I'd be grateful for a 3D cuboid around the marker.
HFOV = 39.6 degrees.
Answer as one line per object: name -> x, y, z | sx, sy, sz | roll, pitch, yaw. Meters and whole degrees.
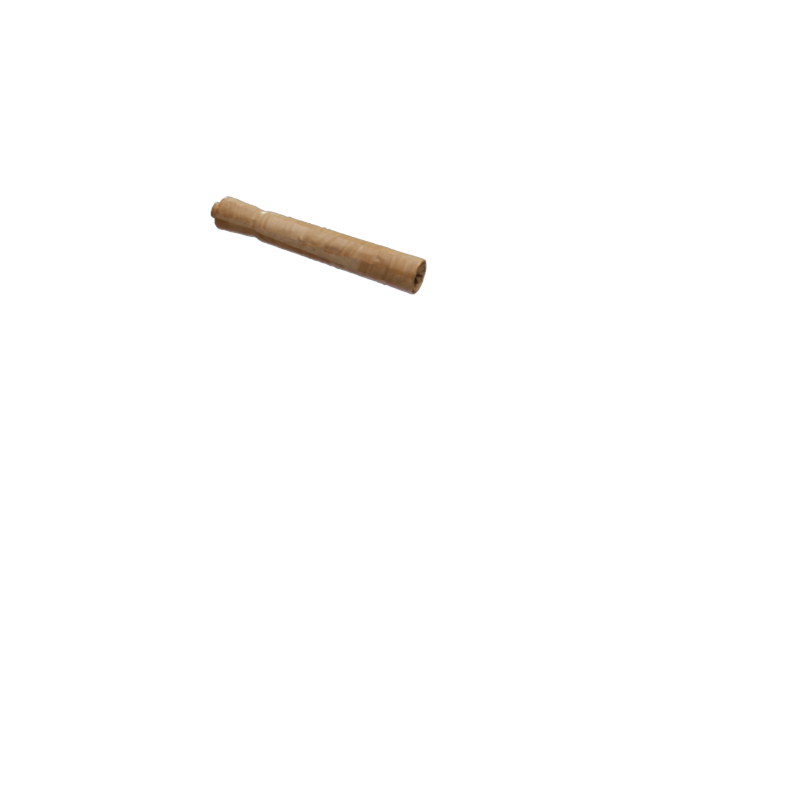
marker -> -0.045, -0.082, 0.576 | 0.126, 0.019, 0.019 | 21, 11, 21
